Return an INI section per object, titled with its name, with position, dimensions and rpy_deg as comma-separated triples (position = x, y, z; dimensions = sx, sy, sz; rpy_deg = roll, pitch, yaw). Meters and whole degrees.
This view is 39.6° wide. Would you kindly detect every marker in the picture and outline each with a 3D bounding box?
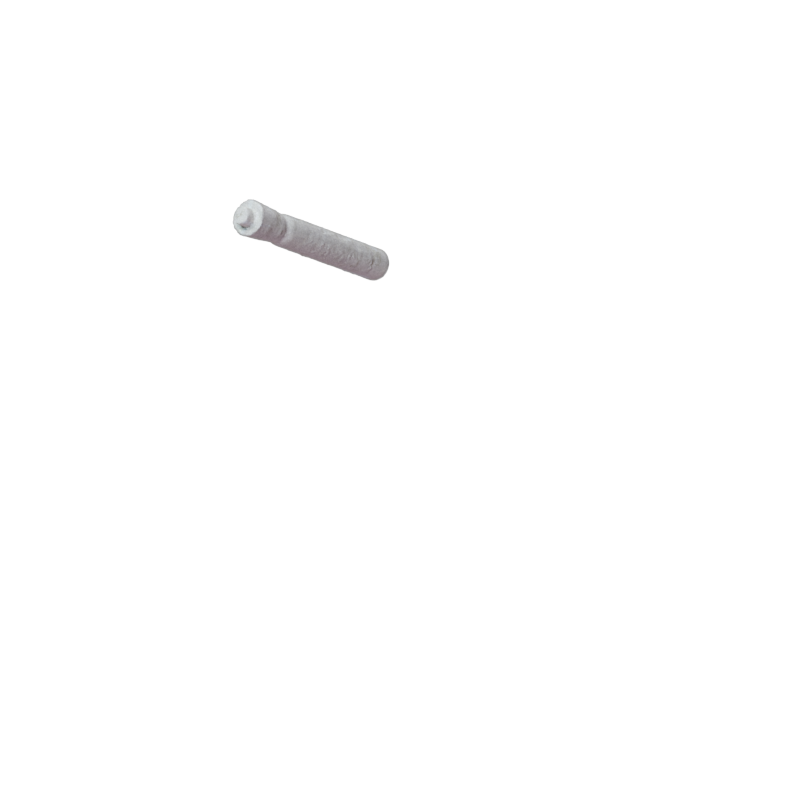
[marker]
position = -0.046, -0.084, 0.587
dimensions = 0.020, 0.020, 0.114
rpy_deg = 3, -5, 35
